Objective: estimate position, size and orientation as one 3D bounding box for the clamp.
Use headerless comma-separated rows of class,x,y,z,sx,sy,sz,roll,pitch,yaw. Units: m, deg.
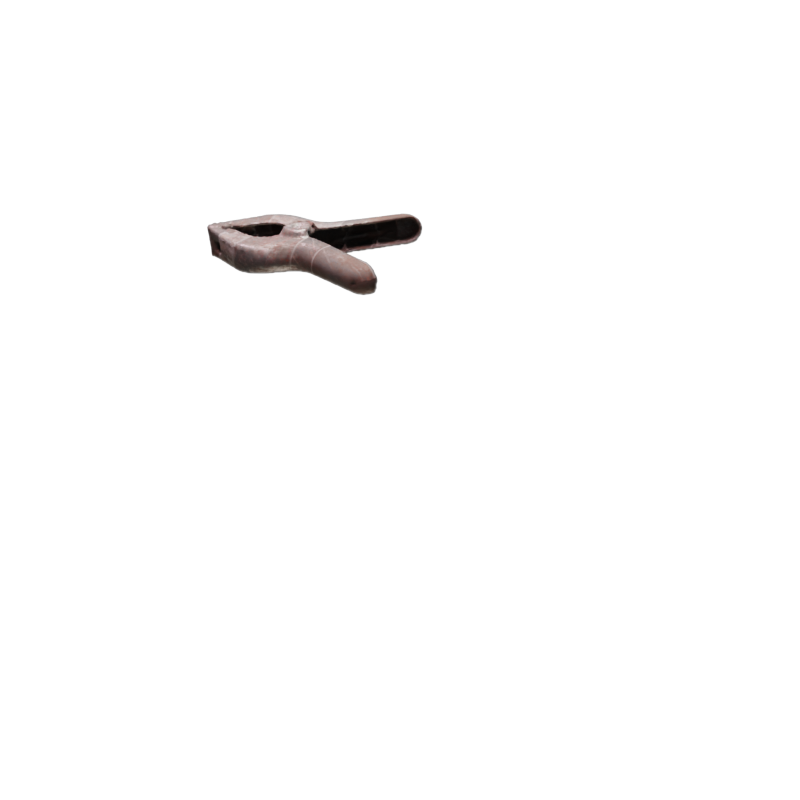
clamp,-0.070,-0.127,0.890,0.179,0.037,0.121,14,28,27
